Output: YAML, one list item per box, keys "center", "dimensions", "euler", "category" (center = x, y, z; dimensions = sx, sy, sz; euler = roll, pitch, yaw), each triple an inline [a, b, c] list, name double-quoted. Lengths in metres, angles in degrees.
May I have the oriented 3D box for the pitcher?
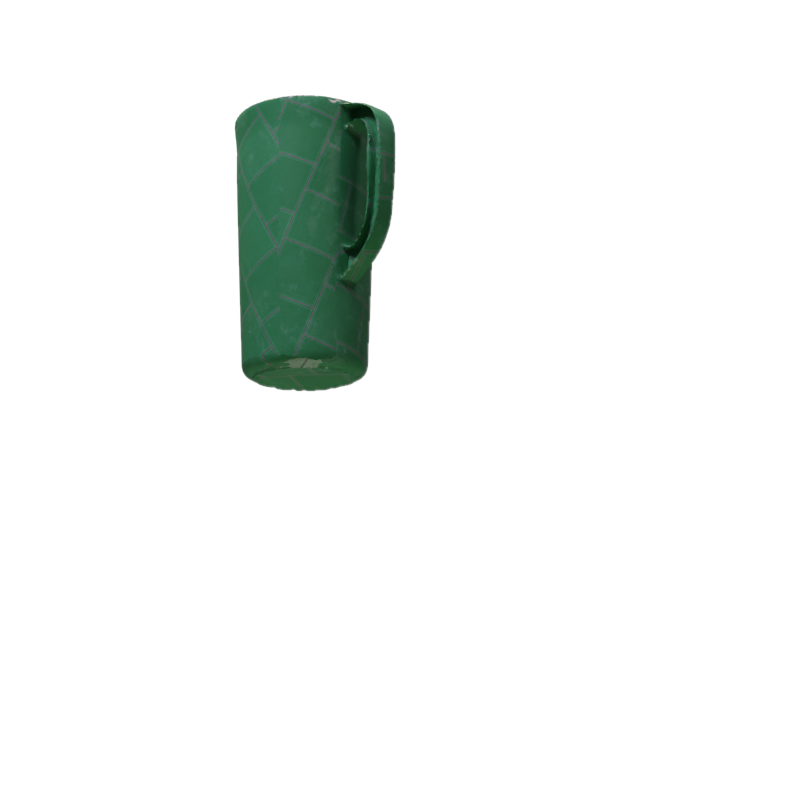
- center: [-0.076, -0.139, 0.972]
  dimensions: [0.145, 0.254, 0.143]
  euler: [-1, -18, 1]
  category: "pitcher"
